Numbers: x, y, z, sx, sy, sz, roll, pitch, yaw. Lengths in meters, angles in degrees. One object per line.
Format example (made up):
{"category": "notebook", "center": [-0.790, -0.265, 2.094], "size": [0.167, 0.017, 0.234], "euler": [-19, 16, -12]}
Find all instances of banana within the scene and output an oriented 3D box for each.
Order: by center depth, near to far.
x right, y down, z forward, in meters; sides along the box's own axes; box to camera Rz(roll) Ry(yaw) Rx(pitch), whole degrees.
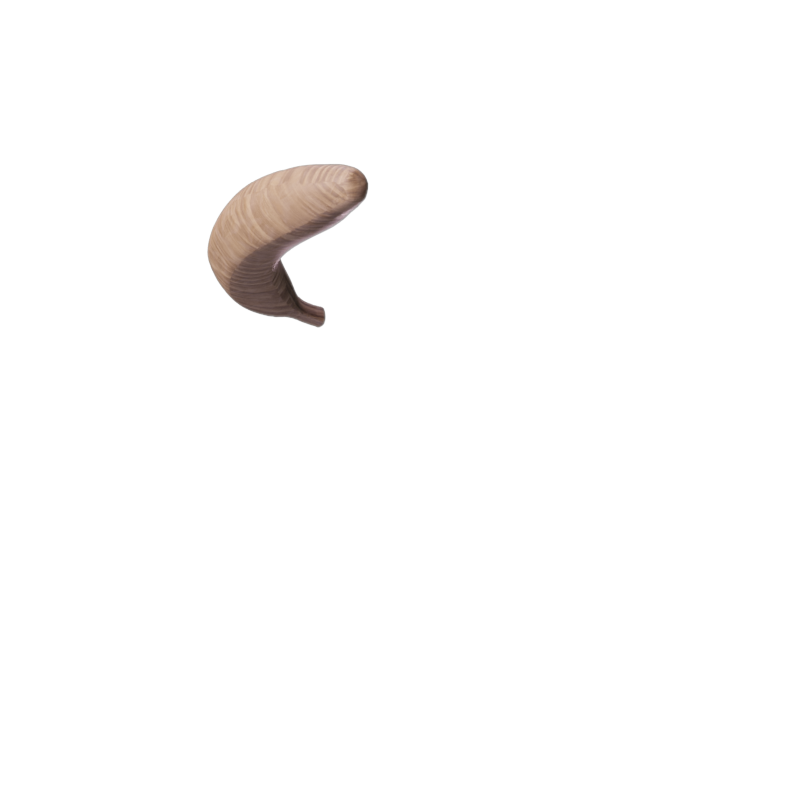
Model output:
{"category": "banana", "center": [-0.063, -0.079, 0.561], "size": [0.069, 0.038, 0.192], "euler": [2, -12, -9]}
